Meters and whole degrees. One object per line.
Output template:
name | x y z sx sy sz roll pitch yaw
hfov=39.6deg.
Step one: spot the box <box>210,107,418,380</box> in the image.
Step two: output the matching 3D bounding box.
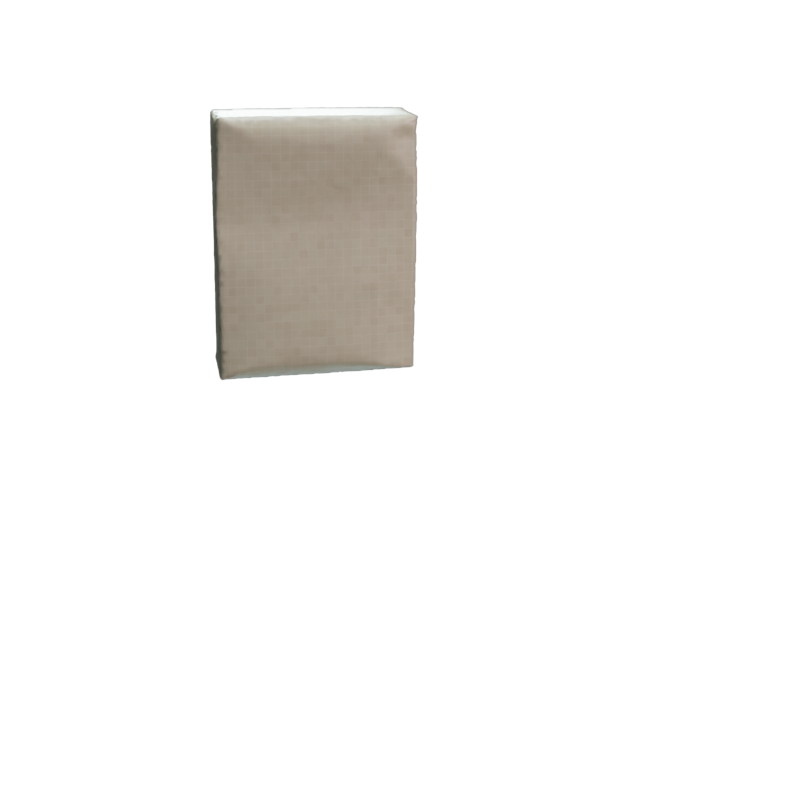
box | -0.071 -0.129 0.907 0.162 0.207 0.075 -2 14 -10
